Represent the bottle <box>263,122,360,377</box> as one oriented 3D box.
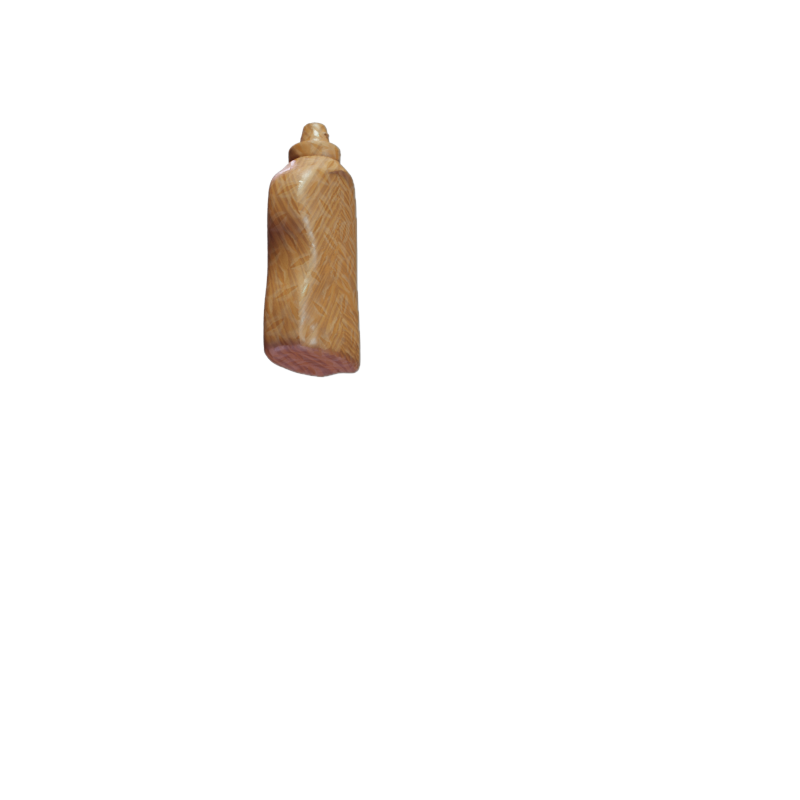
[{"bbox_3d":[-0.065,-0.120,0.838,0.059,0.200,0.090,-11,-20,26],"label":"bottle"}]
